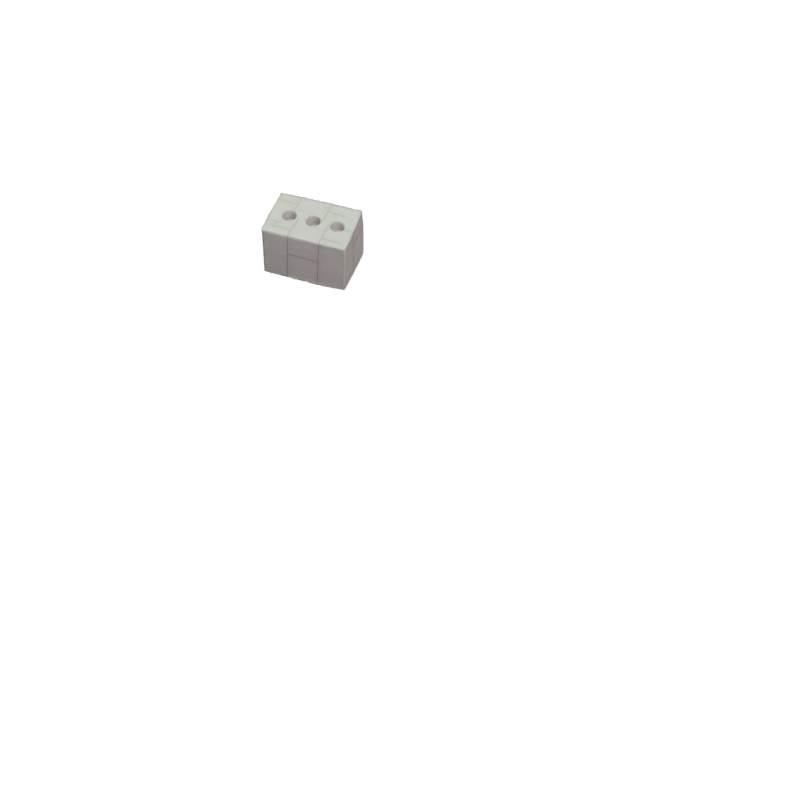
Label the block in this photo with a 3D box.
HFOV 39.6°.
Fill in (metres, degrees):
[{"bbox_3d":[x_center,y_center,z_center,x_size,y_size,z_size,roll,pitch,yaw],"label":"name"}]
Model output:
[{"bbox_3d":[-0.076,-0.138,0.965,0.080,0.048,0.055,14,48,12],"label":"block"}]
